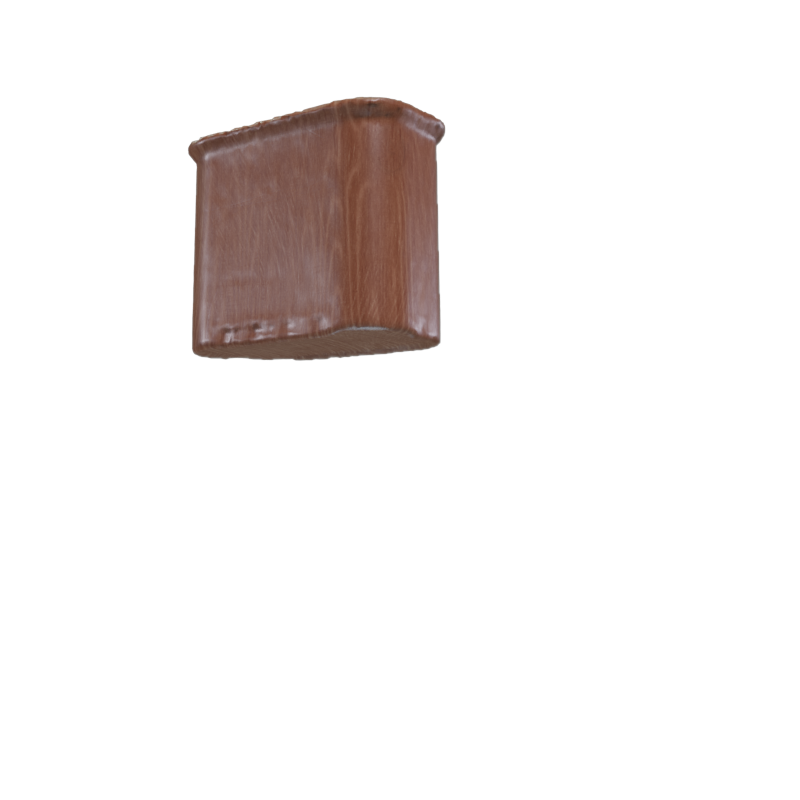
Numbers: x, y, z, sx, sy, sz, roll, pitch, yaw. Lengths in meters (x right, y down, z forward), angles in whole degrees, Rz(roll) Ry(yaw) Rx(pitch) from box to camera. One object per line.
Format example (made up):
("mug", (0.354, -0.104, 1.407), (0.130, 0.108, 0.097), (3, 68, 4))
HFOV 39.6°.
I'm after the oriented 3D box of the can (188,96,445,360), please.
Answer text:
("can", (-0.033, -0.060, 0.423), (0.105, 0.086, 0.054), (-6, -12, 35))
